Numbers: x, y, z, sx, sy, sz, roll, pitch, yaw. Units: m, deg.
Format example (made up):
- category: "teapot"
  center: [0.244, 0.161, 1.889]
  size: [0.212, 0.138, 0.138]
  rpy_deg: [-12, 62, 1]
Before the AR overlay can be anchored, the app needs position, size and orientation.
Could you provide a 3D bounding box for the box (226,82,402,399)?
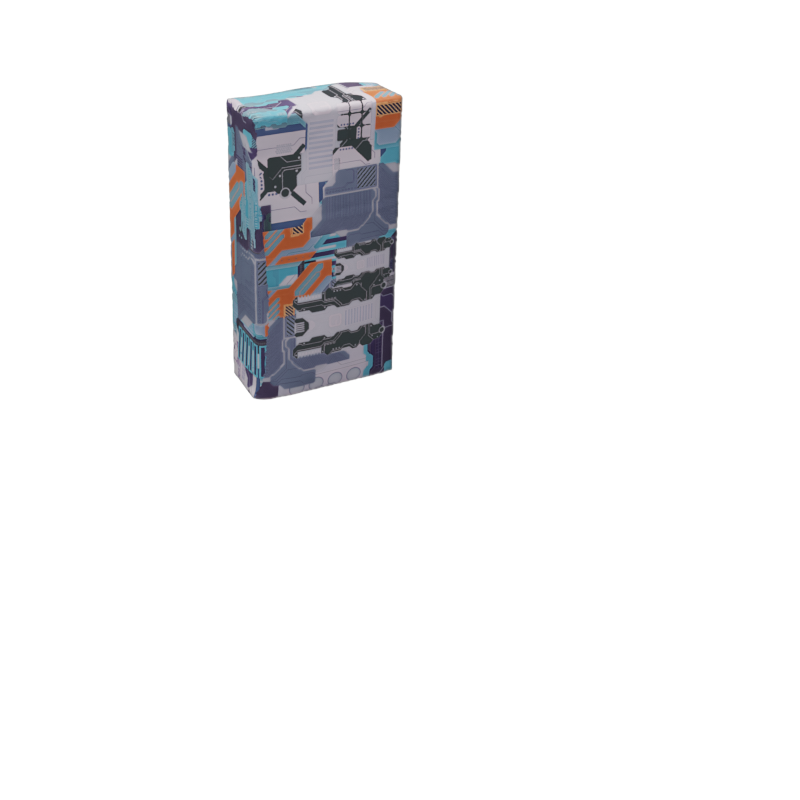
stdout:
- category: "box"
  center: [-0.050, -0.092, 0.642]
  size: [0.091, 0.167, 0.051]
  rpy_deg: [-11, 27, -26]
